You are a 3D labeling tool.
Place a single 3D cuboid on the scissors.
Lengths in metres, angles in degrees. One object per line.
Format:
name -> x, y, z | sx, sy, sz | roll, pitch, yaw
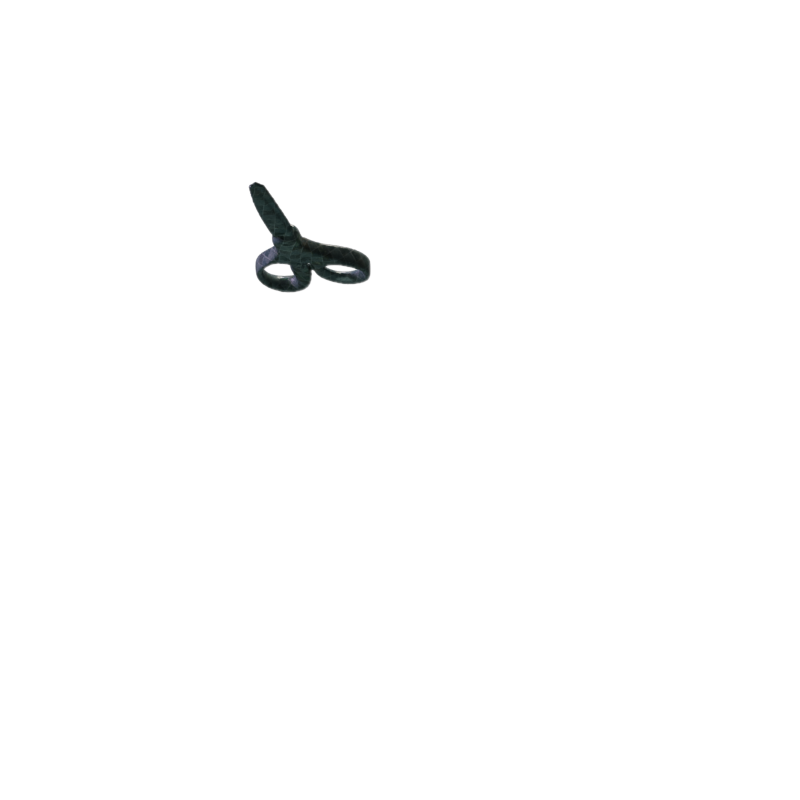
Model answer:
scissors -> -0.061, -0.111, 0.780 | 0.095, 0.016, 0.196 | 2, -12, -8
